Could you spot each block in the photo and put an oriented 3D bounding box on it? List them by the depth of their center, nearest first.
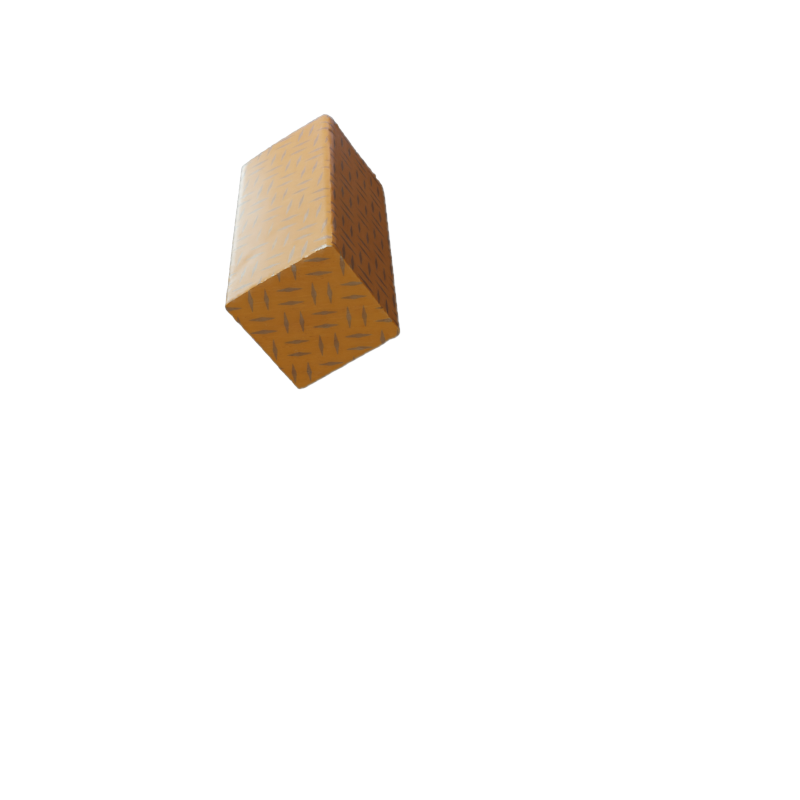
[{"bbox_3d":[-0.065,-0.120,0.840,0.090,0.085,0.220,-29,33,17],"label":"block"}]
